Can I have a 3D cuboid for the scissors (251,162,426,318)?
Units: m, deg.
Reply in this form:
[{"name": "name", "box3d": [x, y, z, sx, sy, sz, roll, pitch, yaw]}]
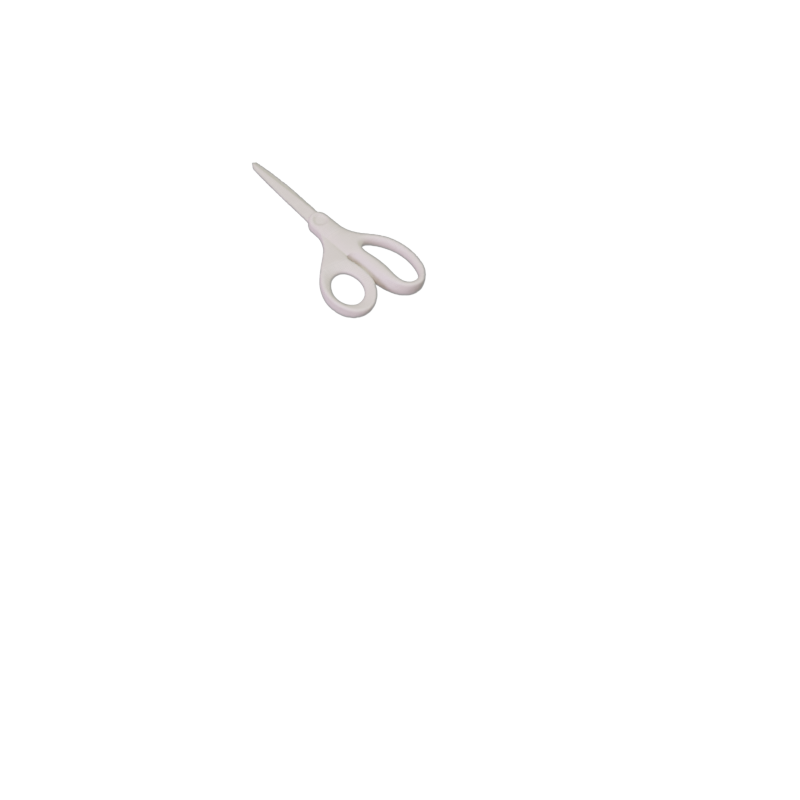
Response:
[{"name": "scissors", "box3d": [-0.074, -0.135, 0.944, 0.212, 0.098, 0.015, 30, -33, 22]}]
